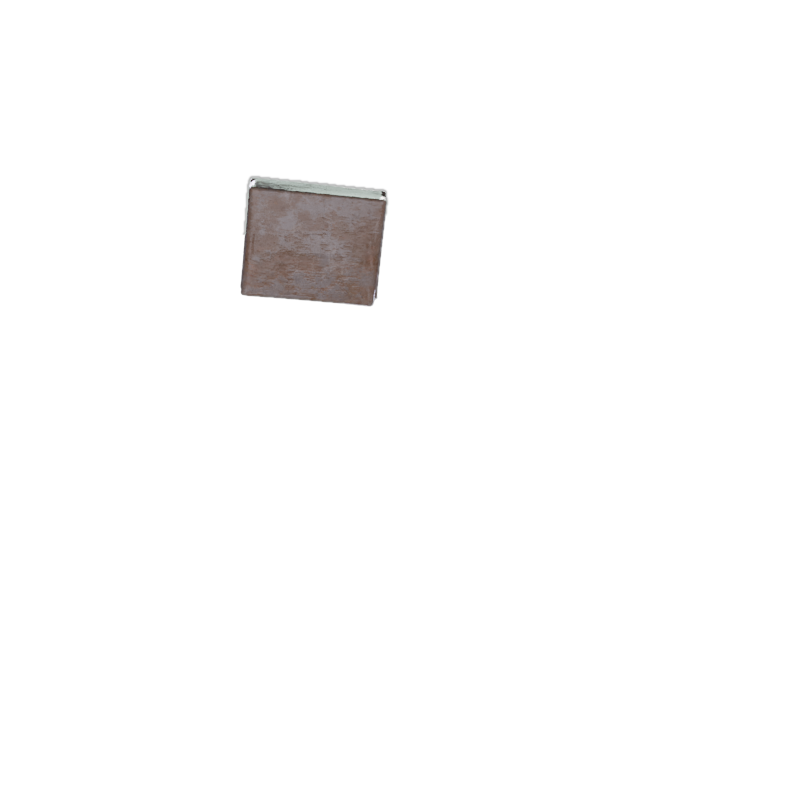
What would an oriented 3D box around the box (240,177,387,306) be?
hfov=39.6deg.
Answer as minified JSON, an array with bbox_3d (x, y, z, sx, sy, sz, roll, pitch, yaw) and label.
[{"bbox_3d":[-0.056,-0.102,0.716,0.089,0.070,0.031,5,19,-2],"label":"box"}]
